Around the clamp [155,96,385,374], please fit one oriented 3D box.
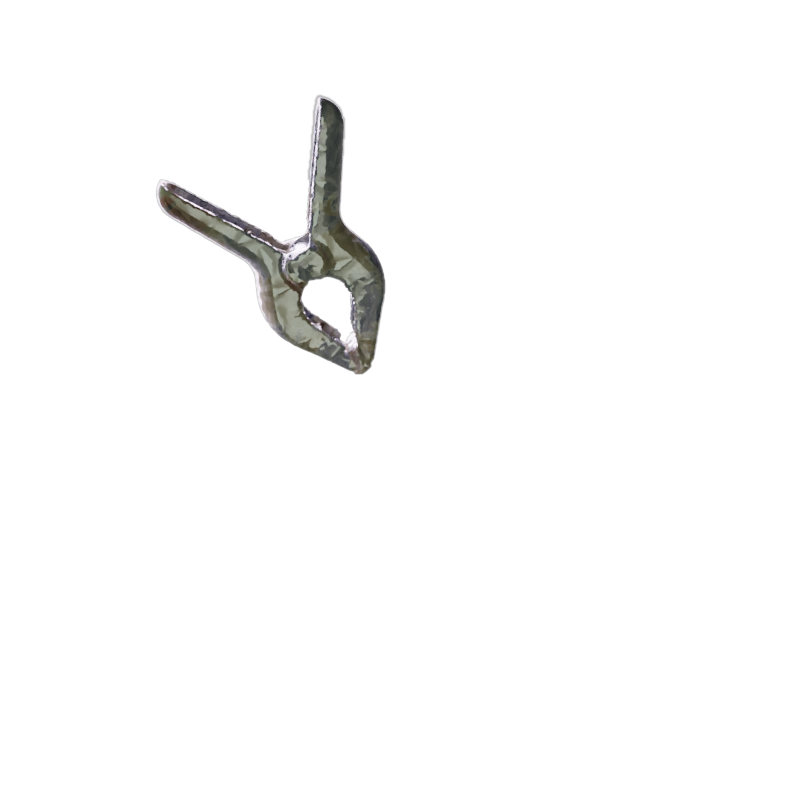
[{"bbox_3d":[-0.053,-0.096,0.674,0.120,0.163,0.041,-33,21,14],"label":"clamp"}]
